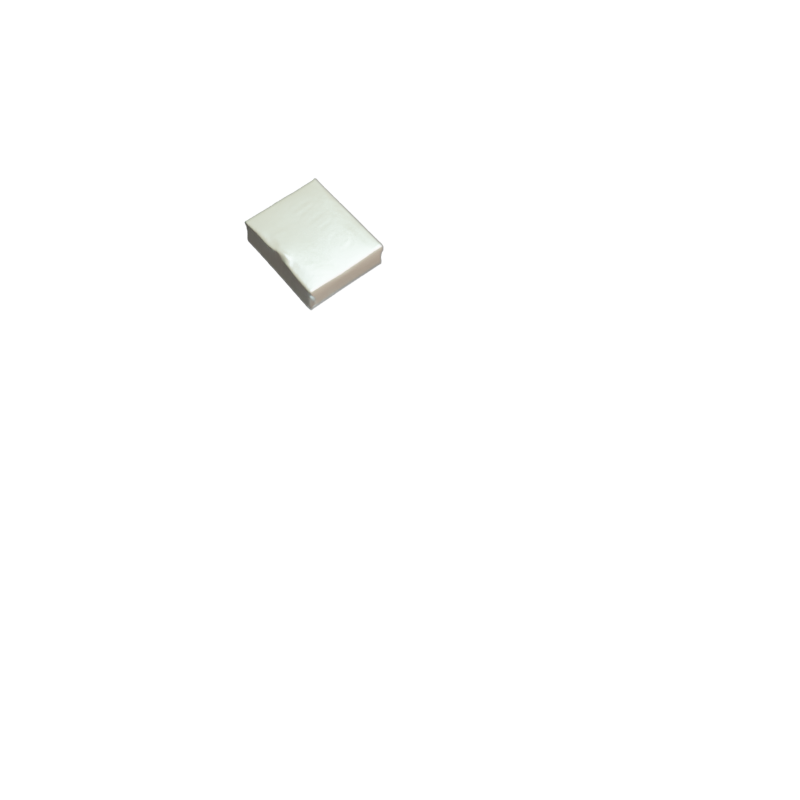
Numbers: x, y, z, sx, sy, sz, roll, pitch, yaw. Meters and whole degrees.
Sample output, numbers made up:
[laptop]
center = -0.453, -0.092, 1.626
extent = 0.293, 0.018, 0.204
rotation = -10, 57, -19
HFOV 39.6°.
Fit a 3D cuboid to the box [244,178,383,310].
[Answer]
[box]
center = -0.069, -0.126, 0.884
extent = 0.073, 0.095, 0.028
rotation = -34, -26, -19
